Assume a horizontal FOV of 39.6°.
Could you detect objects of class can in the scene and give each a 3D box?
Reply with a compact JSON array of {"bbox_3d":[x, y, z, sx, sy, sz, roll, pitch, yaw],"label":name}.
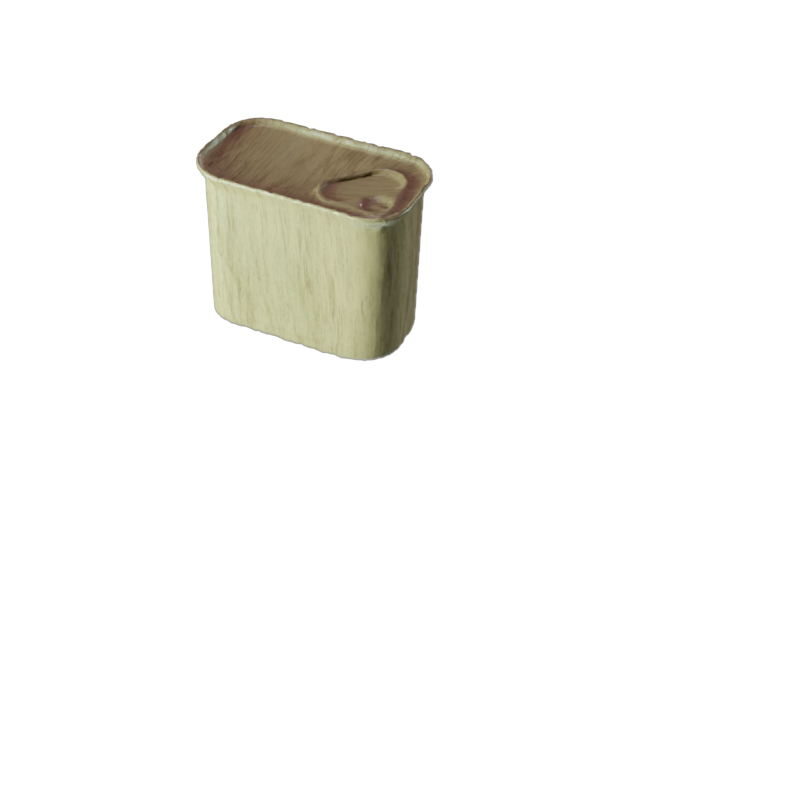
[{"bbox_3d":[-0.040,-0.072,0.507,0.106,0.078,0.059,18,42,19],"label":"can"}]
